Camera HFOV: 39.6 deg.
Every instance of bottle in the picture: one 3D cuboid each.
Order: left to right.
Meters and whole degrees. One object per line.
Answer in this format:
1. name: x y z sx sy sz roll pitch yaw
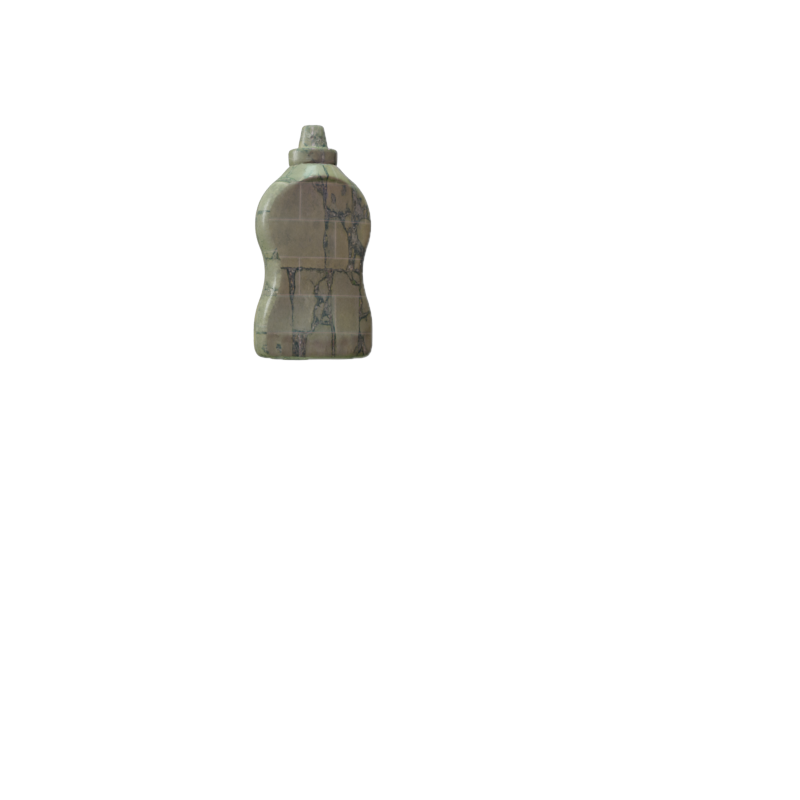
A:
1. bottle: -0.072 -0.130 0.911 0.094 0.193 0.059 0 -3 -19
